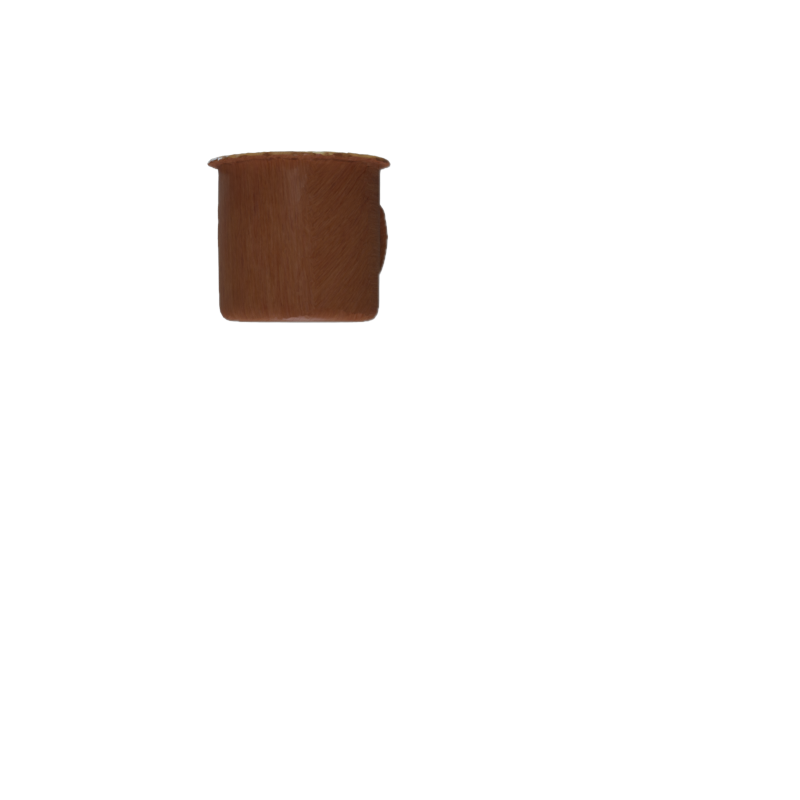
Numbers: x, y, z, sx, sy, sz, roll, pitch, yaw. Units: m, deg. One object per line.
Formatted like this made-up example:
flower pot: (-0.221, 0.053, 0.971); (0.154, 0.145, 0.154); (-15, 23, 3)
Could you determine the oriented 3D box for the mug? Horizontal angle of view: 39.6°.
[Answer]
mug: (-0.045, -0.082, 0.573); (0.097, 0.082, 0.113); (2, 3, 34)
